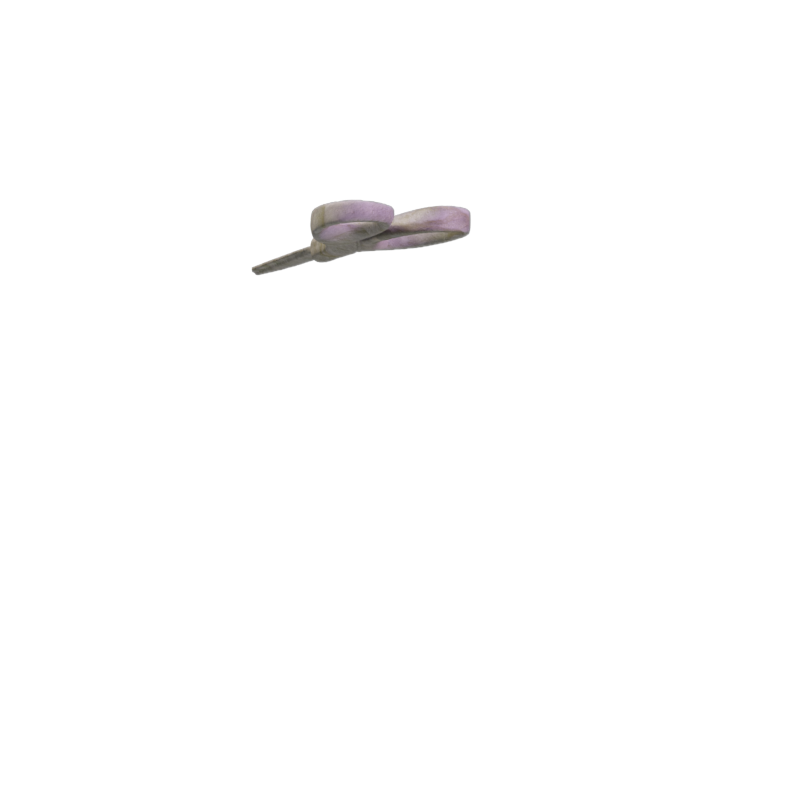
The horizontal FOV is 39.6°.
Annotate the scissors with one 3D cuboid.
[{"bbox_3d":[-0.052,-0.094,0.659,0.208,0.016,0.091,-4,-6,41],"label":"scissors"}]
